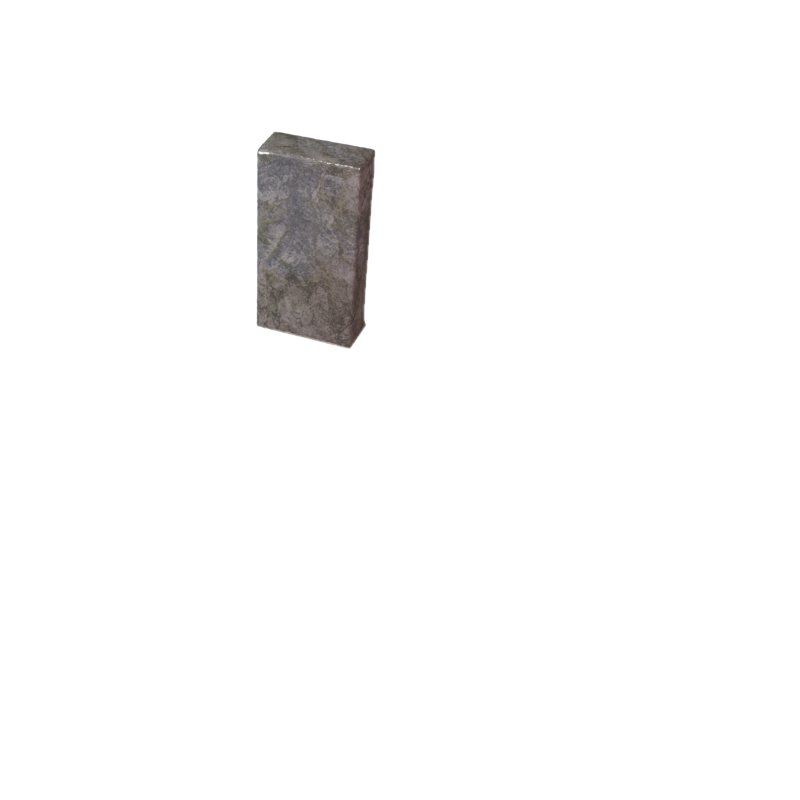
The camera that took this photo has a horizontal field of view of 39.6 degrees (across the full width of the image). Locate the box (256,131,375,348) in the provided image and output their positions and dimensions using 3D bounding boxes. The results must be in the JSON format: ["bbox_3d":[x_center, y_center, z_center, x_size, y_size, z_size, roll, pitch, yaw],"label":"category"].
[{"bbox_3d":[-0.074,-0.135,0.946,0.096,0.165,0.050,14,36,15],"label":"box"}]
